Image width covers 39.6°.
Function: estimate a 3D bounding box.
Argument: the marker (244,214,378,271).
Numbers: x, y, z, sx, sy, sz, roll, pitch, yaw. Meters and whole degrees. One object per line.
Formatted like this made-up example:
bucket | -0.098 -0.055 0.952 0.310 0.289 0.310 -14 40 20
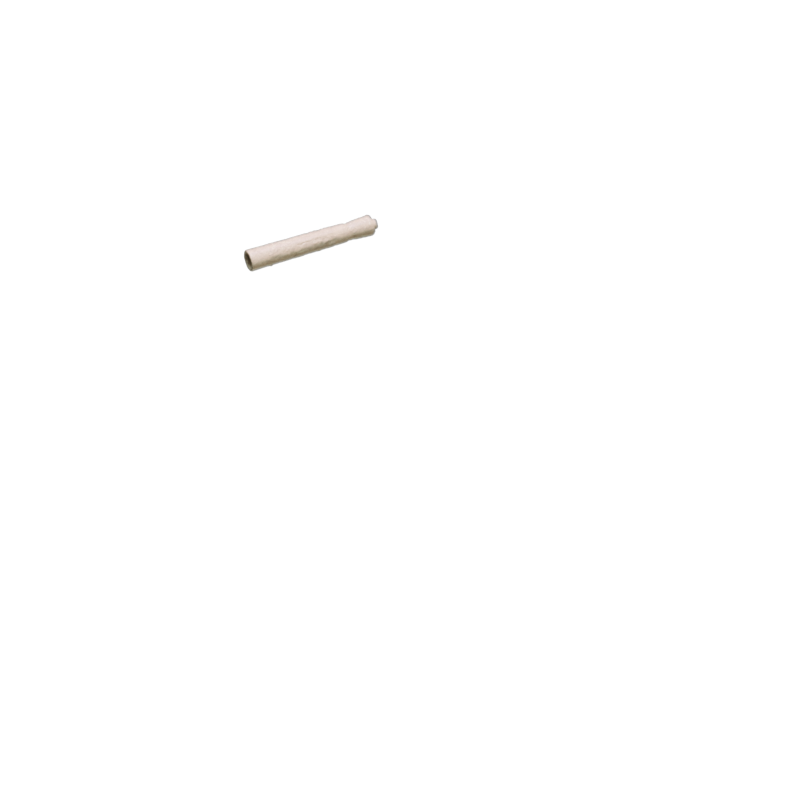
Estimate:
marker | -0.074 -0.134 0.942 0.120 0.019 0.020 -20 11 -20
